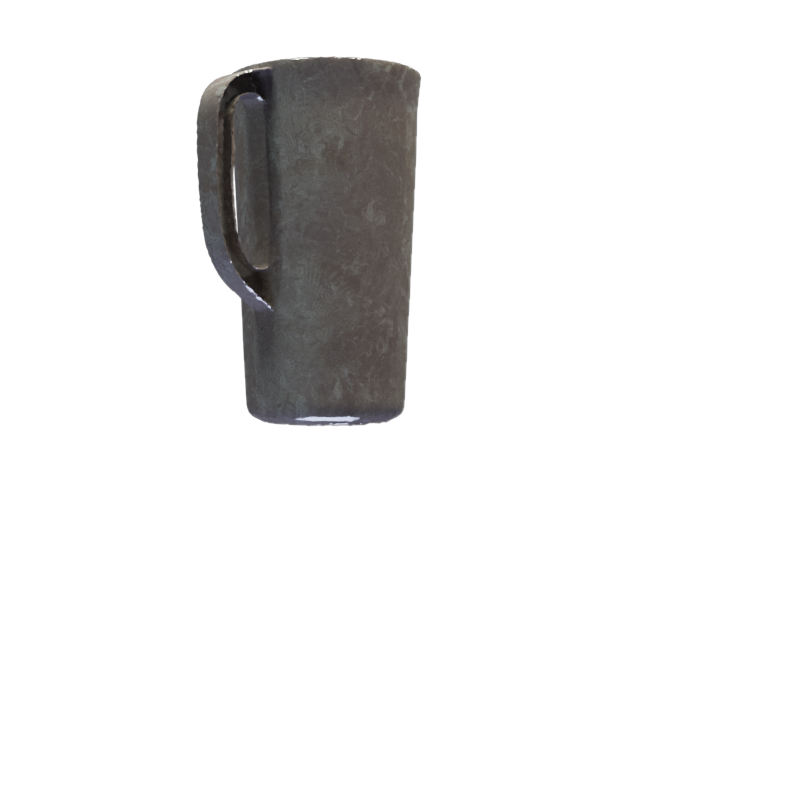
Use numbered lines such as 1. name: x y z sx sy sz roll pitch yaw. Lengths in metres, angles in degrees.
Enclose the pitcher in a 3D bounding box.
1. pitcher: -0.059 -0.108 0.755 0.149 0.245 0.144 0 -3 -3
